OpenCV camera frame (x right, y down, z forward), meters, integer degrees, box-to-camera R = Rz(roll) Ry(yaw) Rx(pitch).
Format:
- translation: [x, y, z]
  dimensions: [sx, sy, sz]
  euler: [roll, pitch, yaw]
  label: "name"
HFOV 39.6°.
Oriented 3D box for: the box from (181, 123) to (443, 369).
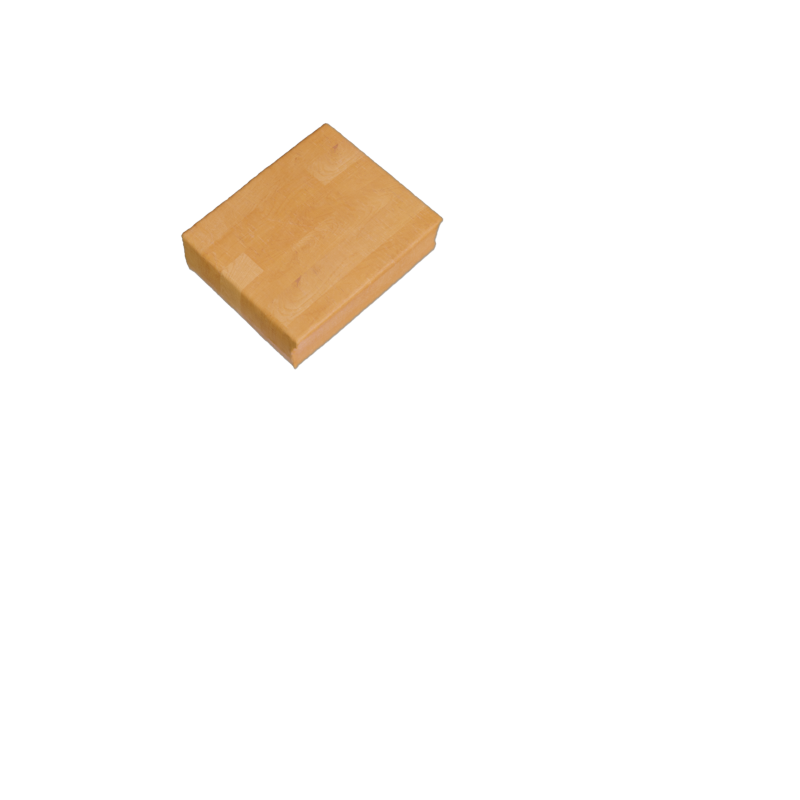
- translation: [-0.047, -0.086, 0.602]
  dimensions: [0.094, 0.115, 0.037]
  euler: [40, -21, 19]
  label: "box"
